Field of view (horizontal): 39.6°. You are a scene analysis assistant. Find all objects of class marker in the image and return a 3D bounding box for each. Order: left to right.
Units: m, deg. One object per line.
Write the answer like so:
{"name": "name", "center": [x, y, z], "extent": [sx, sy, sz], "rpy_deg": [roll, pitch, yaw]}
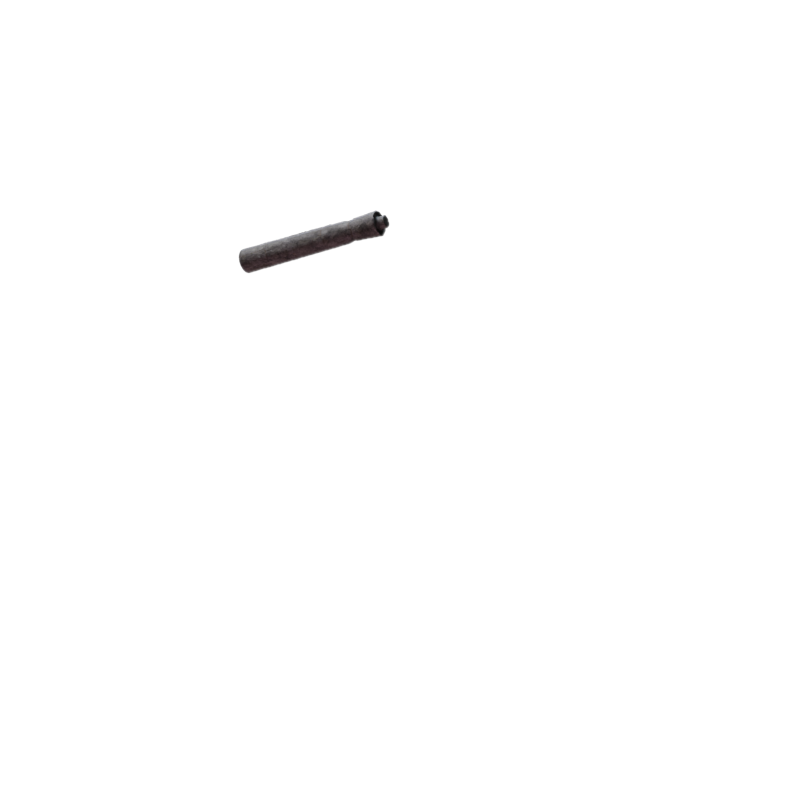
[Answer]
{"name": "marker", "center": [-0.063, -0.116, 0.810], "extent": [0.123, 0.020, 0.019], "rpy_deg": [-11, -2, 27]}
